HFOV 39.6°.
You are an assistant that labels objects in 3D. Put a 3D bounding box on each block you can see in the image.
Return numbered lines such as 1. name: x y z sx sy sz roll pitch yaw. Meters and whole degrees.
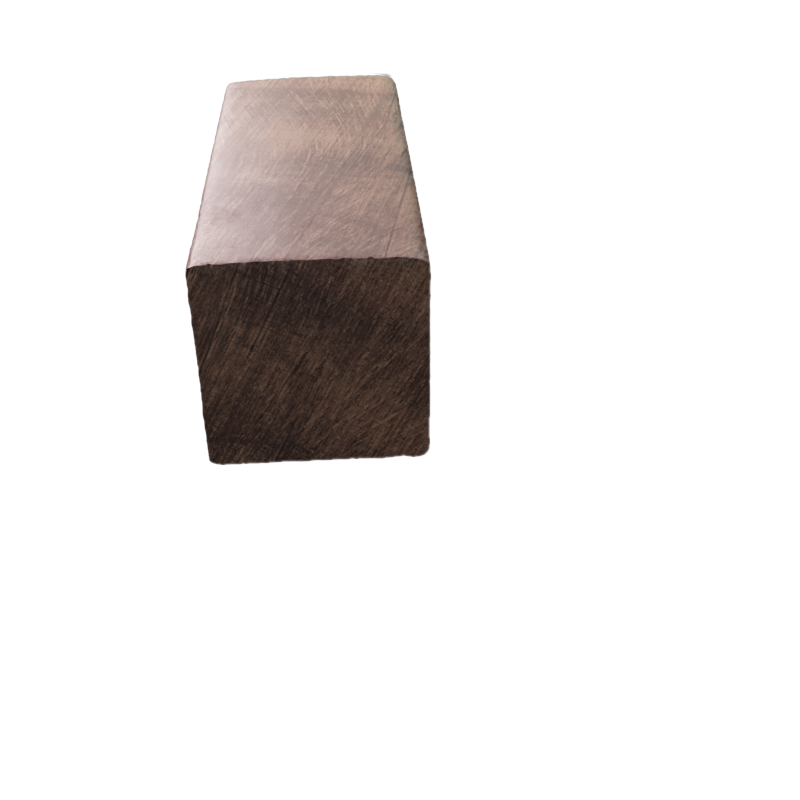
1. block: -0.039 -0.073 0.507 0.090 0.085 0.219 -3 32 -2
